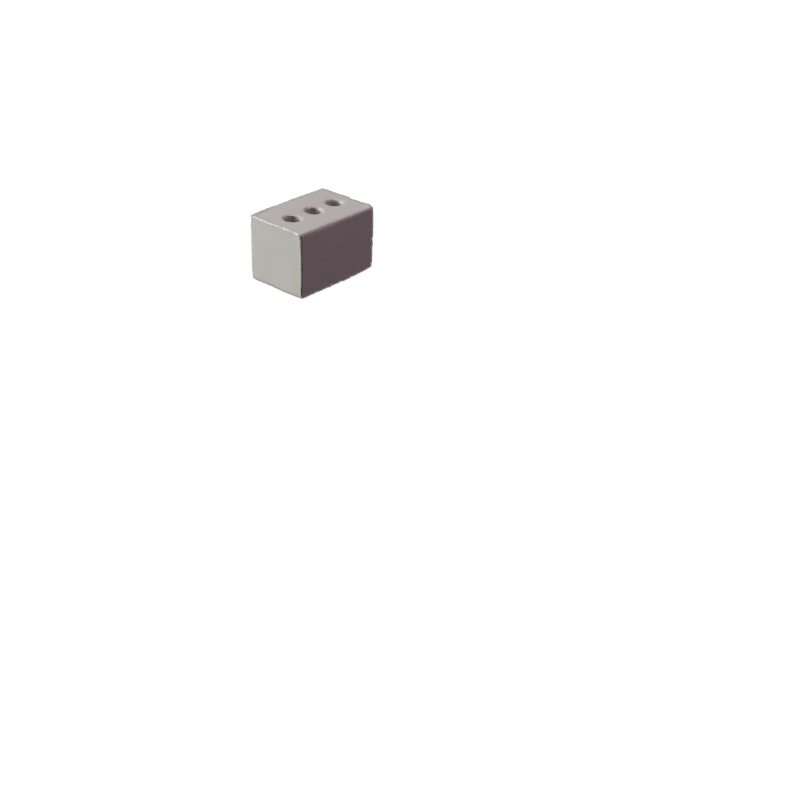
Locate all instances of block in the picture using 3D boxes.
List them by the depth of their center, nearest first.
[{"bbox_3d":[-0.063,-0.115,0.808,0.056,0.048,0.078,23,35,35],"label":"block"}]
